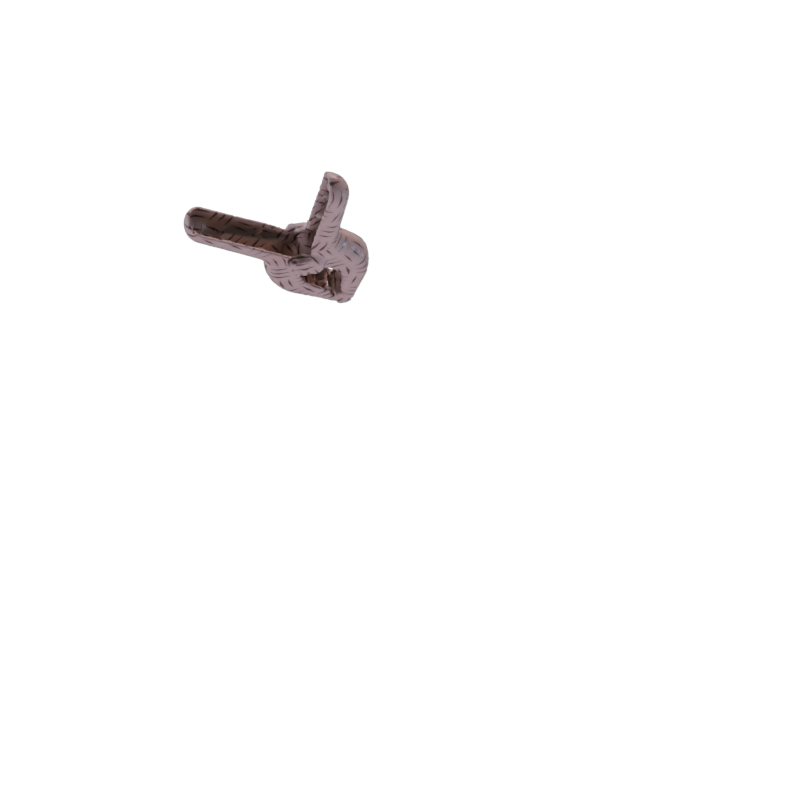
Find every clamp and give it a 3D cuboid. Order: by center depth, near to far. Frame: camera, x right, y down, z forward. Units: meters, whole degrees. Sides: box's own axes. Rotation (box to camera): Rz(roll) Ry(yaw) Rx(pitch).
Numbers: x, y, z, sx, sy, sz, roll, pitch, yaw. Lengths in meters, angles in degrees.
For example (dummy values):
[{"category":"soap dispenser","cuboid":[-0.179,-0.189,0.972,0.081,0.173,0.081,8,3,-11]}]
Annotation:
[{"category":"clamp","cuboid":[-0.064,-0.116,0.812,0.123,0.041,0.161,-8,-17,28]}]
